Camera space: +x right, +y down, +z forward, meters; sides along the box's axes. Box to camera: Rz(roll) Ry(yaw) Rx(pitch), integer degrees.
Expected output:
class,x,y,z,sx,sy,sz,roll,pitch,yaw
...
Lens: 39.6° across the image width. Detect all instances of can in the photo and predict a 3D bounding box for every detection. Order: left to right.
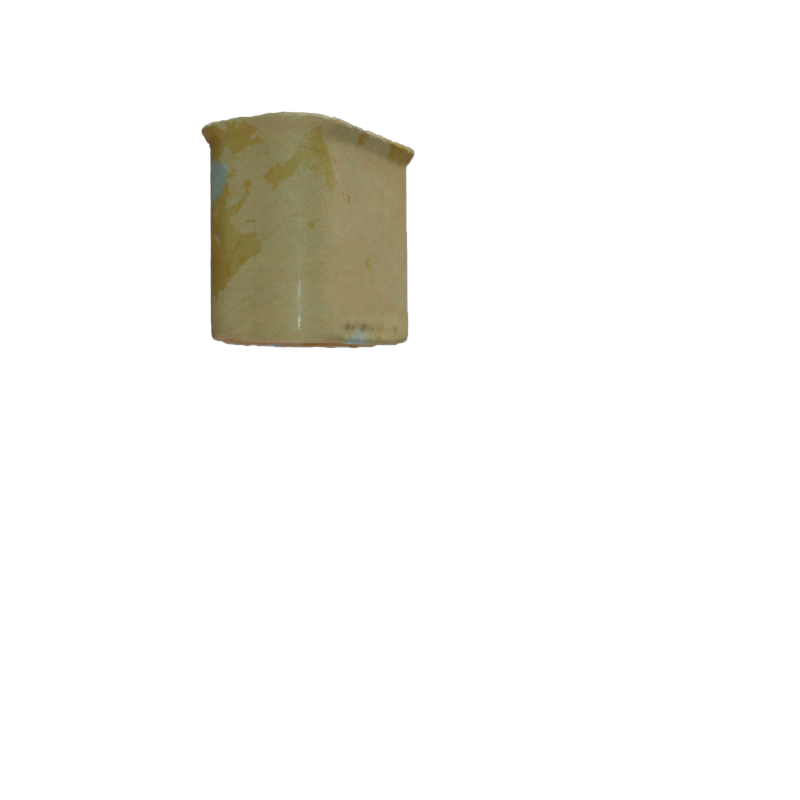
class,x,y,z,sx,sy,sz,roll,pitch,yaw
can,-0.035,-0.064,0.446,0.059,0.085,0.098,-2,-3,26
